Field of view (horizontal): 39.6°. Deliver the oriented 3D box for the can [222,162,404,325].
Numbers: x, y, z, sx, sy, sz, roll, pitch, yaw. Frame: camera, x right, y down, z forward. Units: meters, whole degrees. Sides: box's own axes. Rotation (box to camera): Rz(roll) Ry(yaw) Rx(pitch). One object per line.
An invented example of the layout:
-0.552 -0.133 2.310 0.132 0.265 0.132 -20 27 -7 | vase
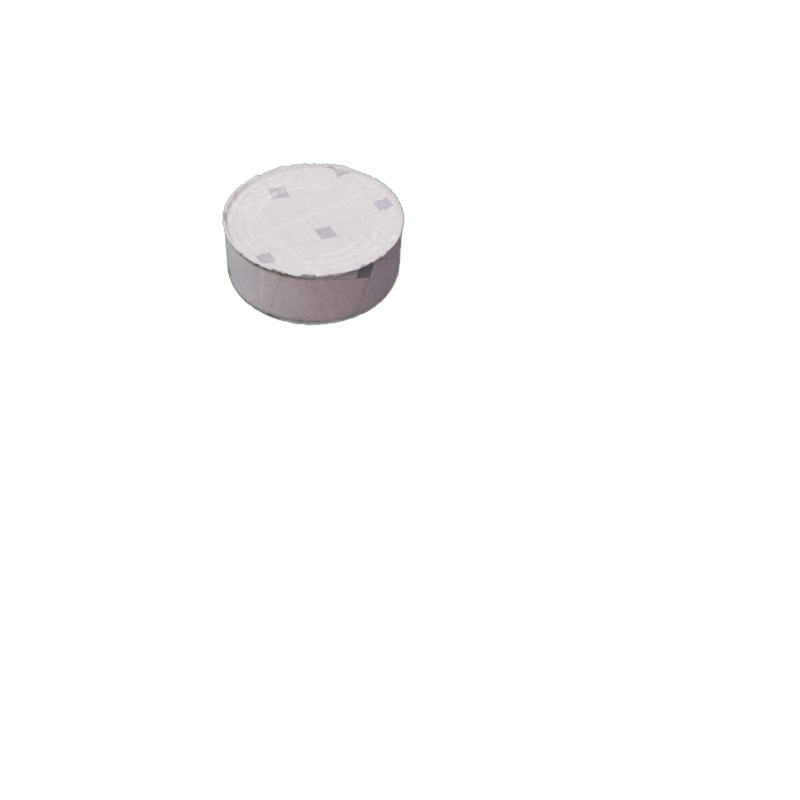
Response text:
-0.042 -0.076 0.533 0.086 0.031 0.092 -1 44 -1 | can
